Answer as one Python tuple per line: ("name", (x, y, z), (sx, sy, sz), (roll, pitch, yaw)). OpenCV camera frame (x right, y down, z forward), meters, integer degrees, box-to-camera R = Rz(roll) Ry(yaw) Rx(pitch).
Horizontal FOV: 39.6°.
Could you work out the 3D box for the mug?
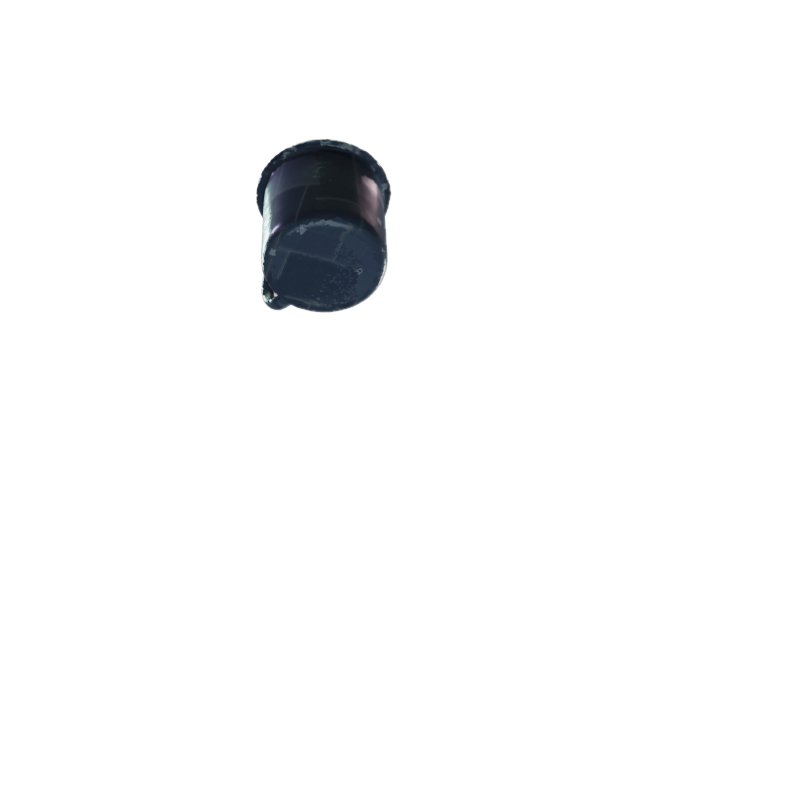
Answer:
("mug", (-0.058, -0.106, 0.742), (0.089, 0.087, 0.115), (30, -56, -25))
